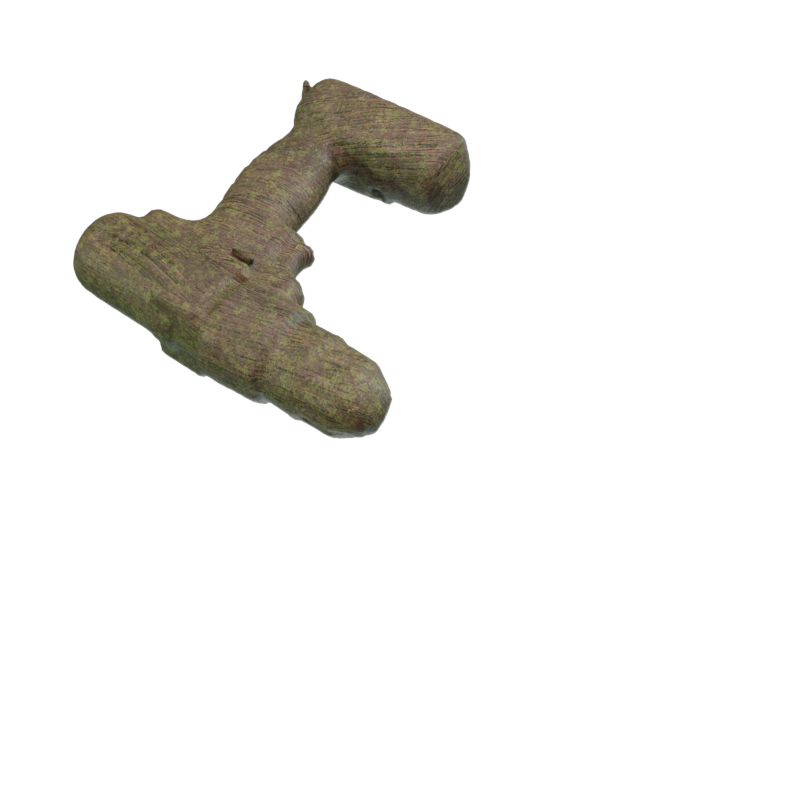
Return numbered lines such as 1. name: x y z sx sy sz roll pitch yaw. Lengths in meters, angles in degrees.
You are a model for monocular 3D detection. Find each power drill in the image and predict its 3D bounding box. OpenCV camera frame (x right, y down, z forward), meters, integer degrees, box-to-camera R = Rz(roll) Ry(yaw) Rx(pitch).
1. power drill: -0.044 -0.081 0.567 0.194 0.053 0.191 29 55 23
